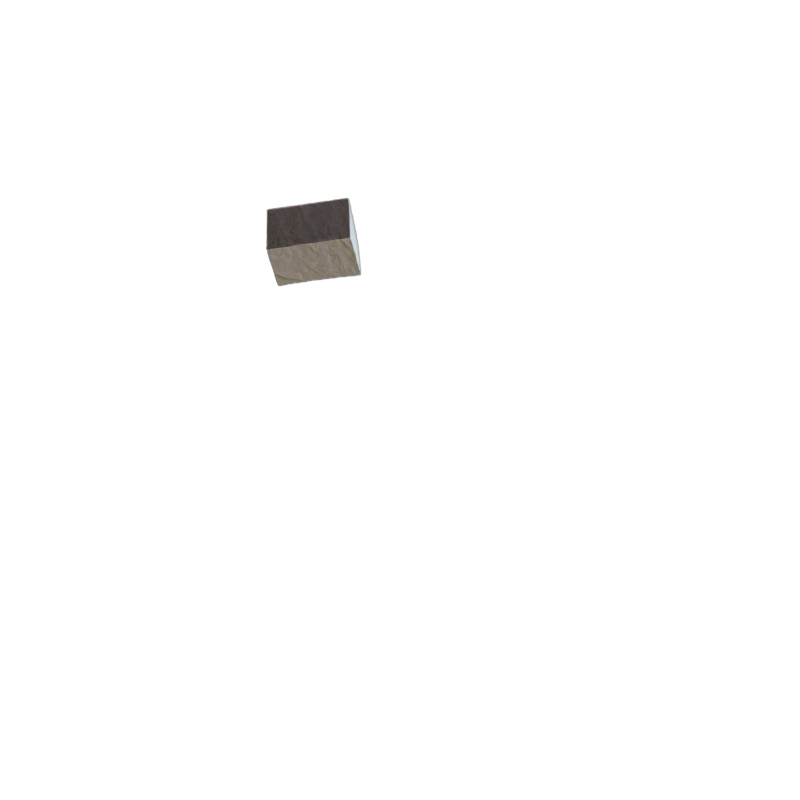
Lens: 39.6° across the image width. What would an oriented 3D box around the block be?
[{"bbox_3d":[-0.078,-0.142,0.993,0.078,0.055,0.049,-6,-39,6],"label":"block"}]
